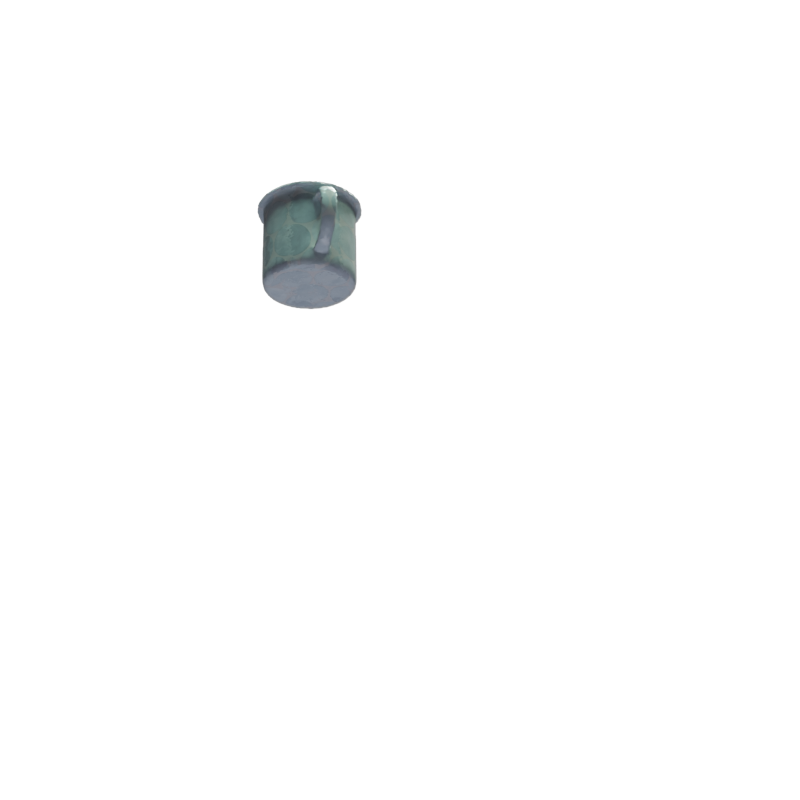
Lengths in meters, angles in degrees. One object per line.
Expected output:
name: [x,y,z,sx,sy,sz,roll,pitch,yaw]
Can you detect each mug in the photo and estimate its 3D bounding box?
mug: [-0.075,-0.137,0.962,0.091,0.087,0.113,9,-29,-18]
